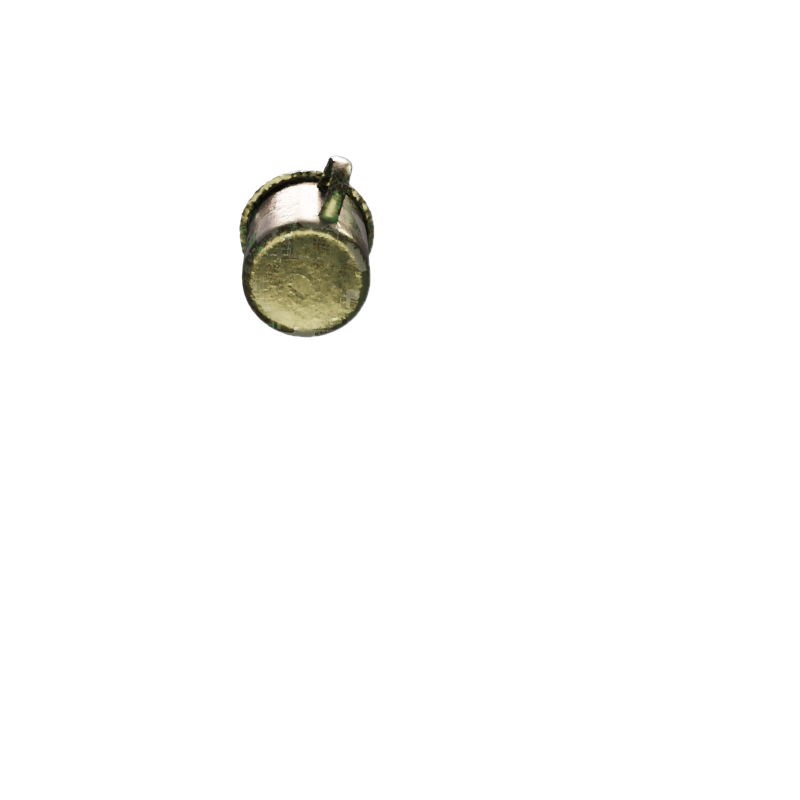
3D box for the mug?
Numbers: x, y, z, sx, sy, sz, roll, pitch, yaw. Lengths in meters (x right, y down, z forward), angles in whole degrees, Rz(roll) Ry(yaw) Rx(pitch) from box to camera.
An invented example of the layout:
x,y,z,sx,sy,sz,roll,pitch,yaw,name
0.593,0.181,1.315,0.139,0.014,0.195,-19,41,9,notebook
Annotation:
x,y,z,sx,sy,sz,roll,pitch,yaw,name
-0.057,-0.103,0.723,0.091,0.113,0.086,21,25,-12,mug
